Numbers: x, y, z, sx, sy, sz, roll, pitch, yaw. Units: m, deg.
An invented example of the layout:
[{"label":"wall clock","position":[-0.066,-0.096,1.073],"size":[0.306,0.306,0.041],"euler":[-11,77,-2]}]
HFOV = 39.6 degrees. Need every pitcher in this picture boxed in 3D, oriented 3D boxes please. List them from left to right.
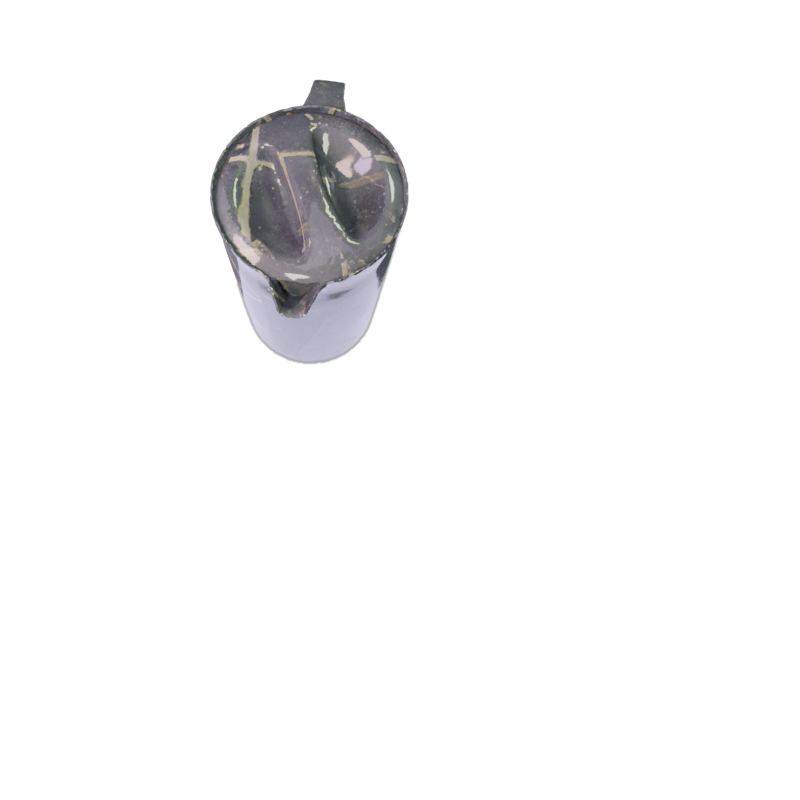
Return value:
[{"label":"pitcher","position":[-0.067,-0.122,0.851],"size":[0.150,0.151,0.233],"euler":[-37,-11,-13]}]
